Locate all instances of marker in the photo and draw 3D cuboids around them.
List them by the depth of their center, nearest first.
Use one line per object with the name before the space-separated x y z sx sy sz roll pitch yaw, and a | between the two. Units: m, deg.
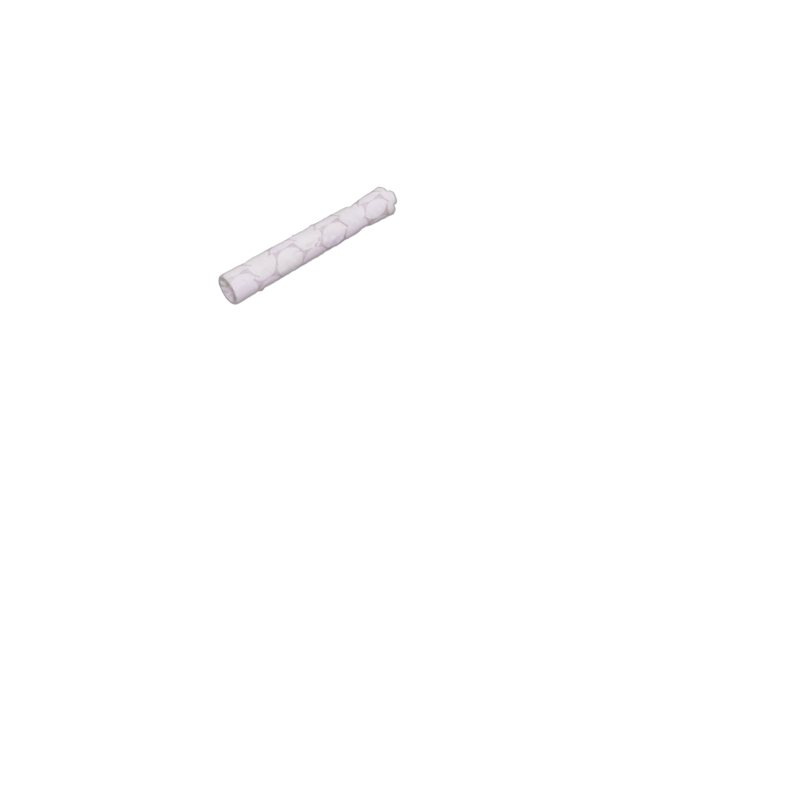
marker | -0.050 -0.091 0.638 0.121 0.019 0.020 -34 20 -25
